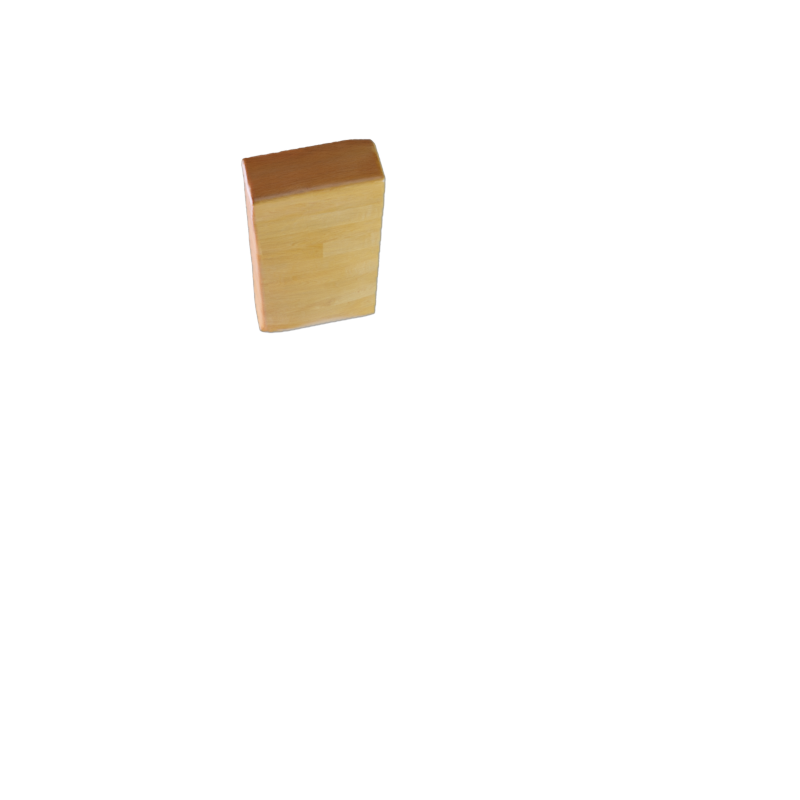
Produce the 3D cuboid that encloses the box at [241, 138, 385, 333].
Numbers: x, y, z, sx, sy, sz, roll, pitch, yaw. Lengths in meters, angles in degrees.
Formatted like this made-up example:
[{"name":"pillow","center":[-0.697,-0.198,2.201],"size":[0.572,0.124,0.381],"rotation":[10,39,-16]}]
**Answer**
[{"name":"box","center":[-0.063,-0.115,0.801],"size":[0.093,0.052,0.165],"rotation":[-10,-30,-9]}]
